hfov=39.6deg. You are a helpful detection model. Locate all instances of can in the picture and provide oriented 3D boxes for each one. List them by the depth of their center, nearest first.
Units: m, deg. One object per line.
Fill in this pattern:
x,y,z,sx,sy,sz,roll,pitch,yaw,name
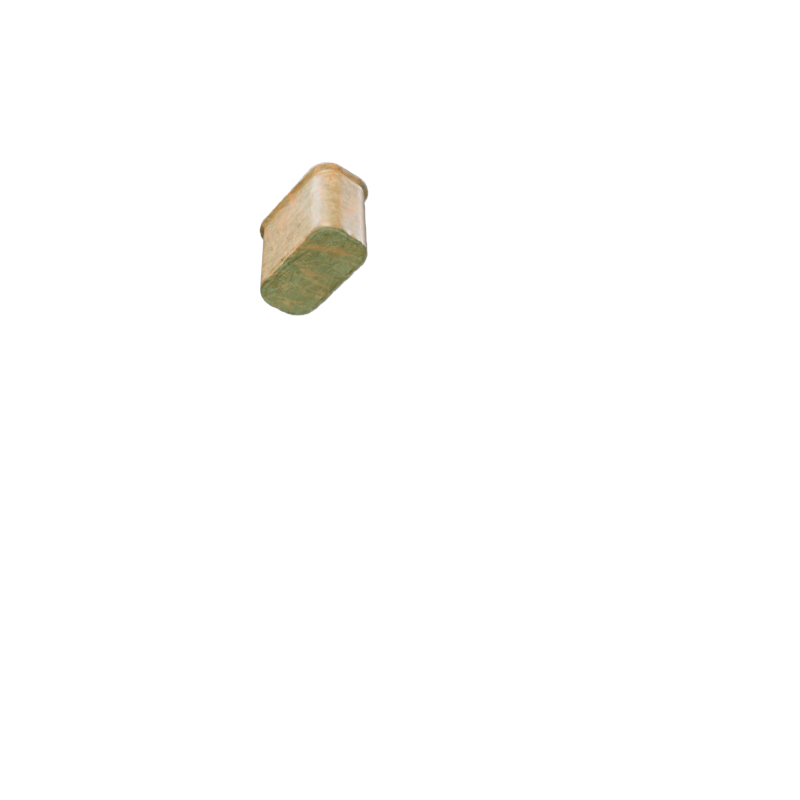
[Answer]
-0.071,-0.129,0.905,0.054,0.090,0.100,30,-55,-27,can
